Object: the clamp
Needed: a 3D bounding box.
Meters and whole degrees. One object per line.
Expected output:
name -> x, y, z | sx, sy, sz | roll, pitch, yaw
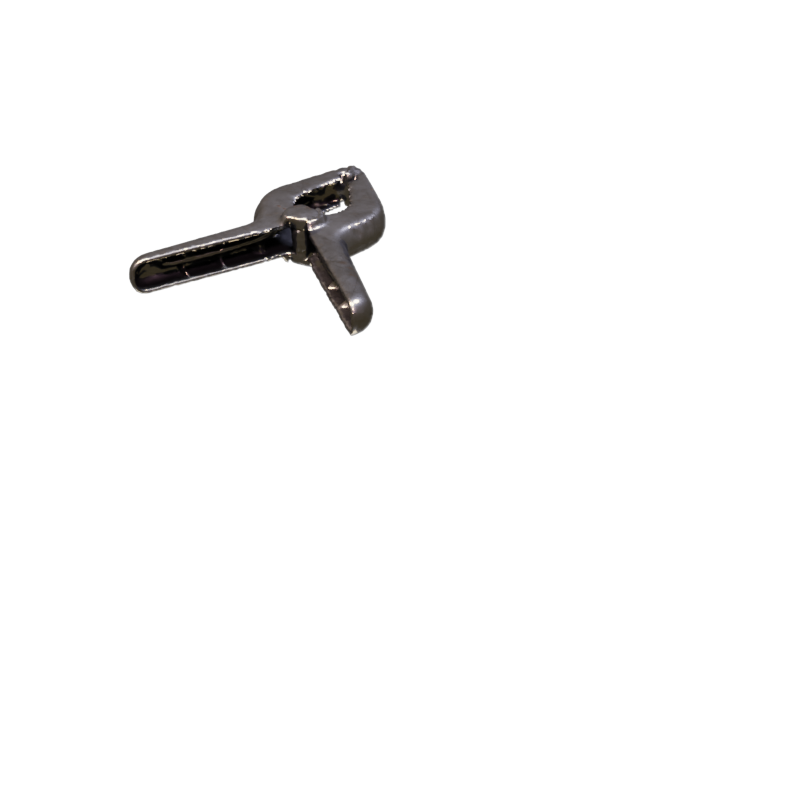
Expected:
clamp -> -0.059, -0.108, 0.757 | 0.172, 0.034, 0.214 | 16, 35, 23
